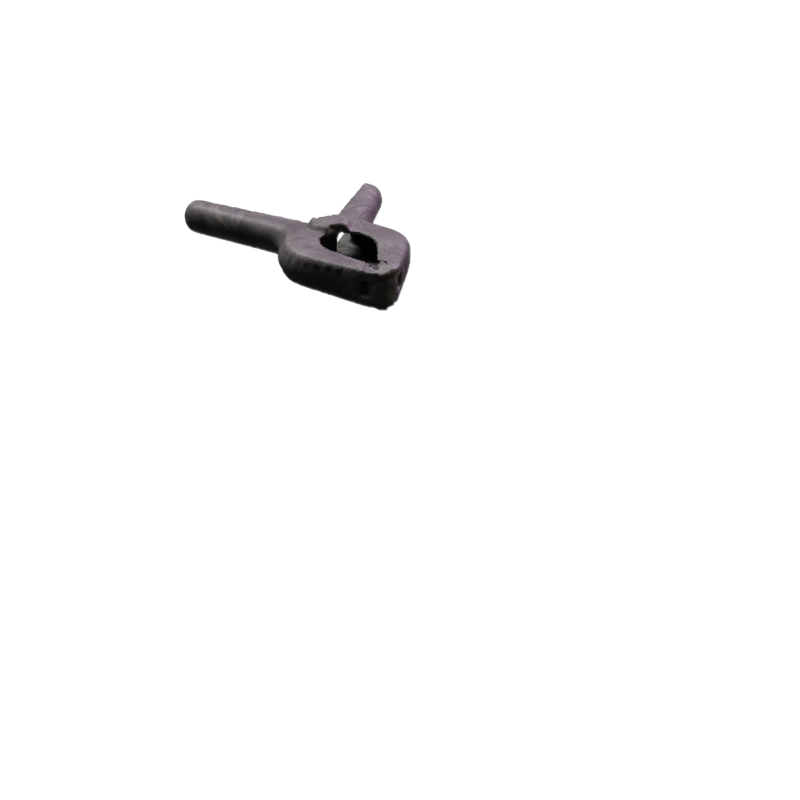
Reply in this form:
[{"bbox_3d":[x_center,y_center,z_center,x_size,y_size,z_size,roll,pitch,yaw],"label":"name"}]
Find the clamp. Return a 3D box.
[{"bbox_3d":[-0.063,-0.115,0.809,0.162,0.035,0.224,-8,28,-16],"label":"clamp"}]
